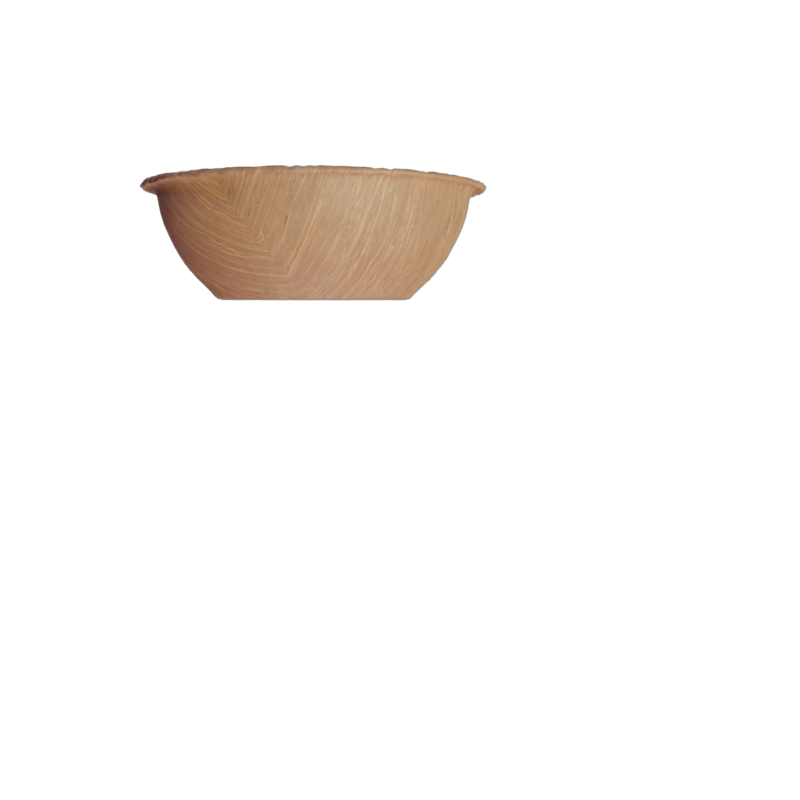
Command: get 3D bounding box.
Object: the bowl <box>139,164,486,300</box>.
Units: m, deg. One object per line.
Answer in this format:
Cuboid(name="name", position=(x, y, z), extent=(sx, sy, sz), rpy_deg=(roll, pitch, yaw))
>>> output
Cuboid(name="bowl", position=(-0.041, -0.075, 0.522), extent=(0.162, 0.055, 0.163), rpy_deg=(0, 4, -2))
